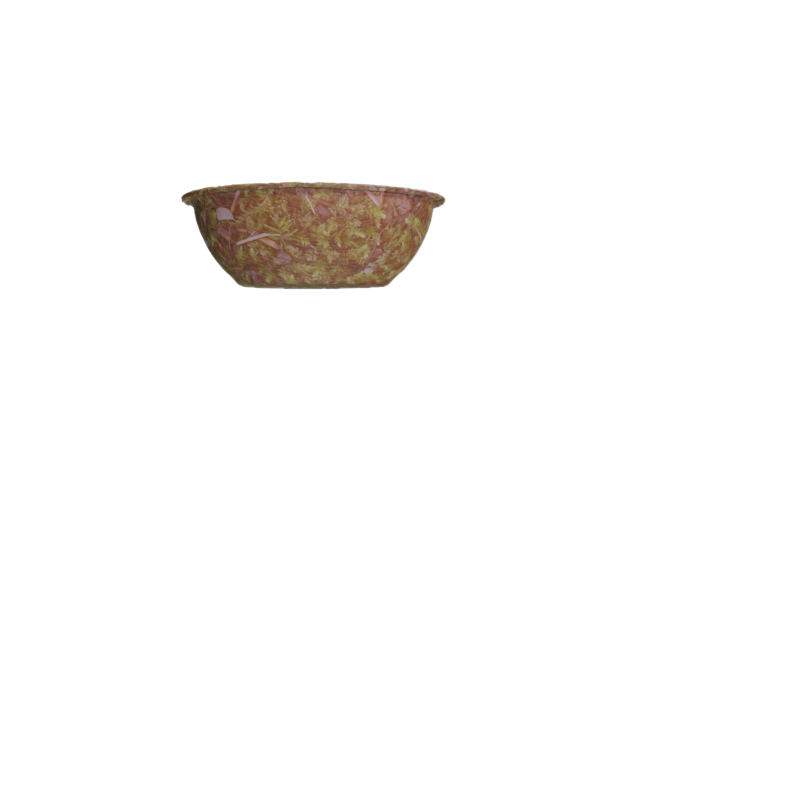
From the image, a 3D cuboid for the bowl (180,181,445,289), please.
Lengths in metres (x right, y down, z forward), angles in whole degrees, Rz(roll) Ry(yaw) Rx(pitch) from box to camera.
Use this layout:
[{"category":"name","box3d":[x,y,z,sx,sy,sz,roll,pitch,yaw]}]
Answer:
[{"category":"bowl","box3d":[-0.053,-0.097,0.677,0.162,0.055,0.162,0,3,-2]}]
